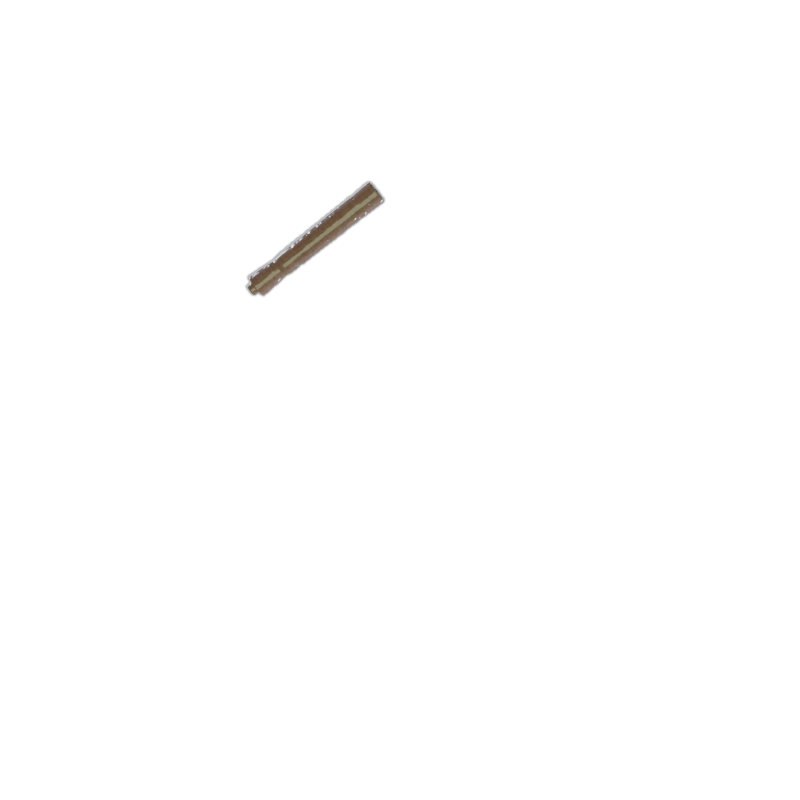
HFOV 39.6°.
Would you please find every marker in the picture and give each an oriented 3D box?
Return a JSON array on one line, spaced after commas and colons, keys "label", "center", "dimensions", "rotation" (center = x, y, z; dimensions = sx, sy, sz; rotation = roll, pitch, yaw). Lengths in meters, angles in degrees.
[{"label": "marker", "center": [-0.064, -0.117, 0.821], "dimensions": [0.120, 0.020, 0.020], "rotation": [-37, -2, 8]}]
